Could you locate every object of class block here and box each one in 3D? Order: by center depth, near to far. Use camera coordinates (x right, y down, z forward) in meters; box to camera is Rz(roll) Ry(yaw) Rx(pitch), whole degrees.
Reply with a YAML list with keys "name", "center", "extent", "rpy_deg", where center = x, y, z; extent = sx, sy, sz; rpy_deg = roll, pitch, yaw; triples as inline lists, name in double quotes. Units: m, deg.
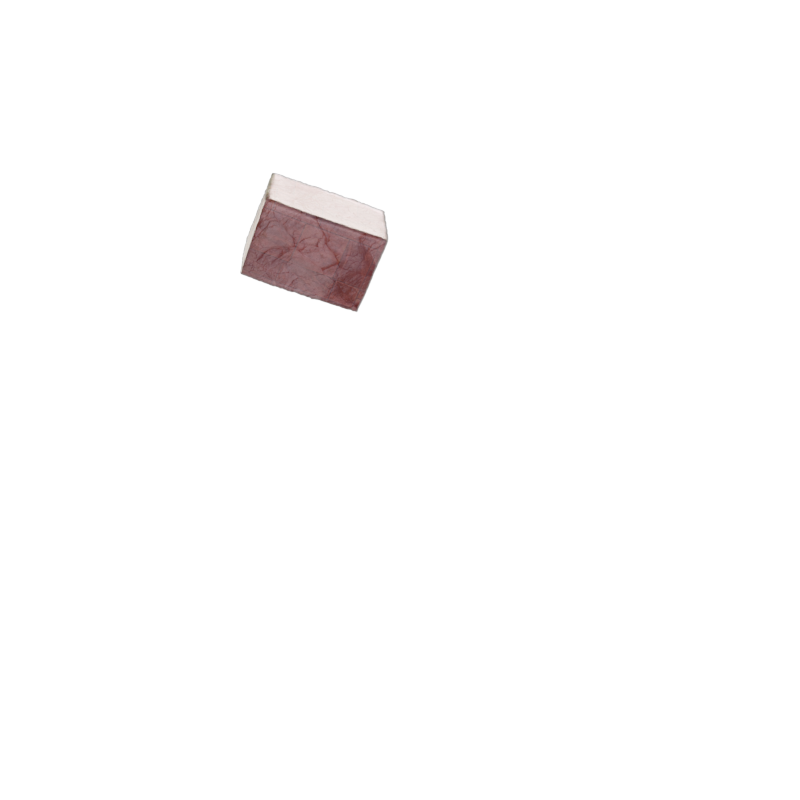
- name: "block"
  center: [-0.053, -0.097, 0.677]
  extent: [0.077, 0.051, 0.054]
  rpy_deg: [19, 24, -10]
